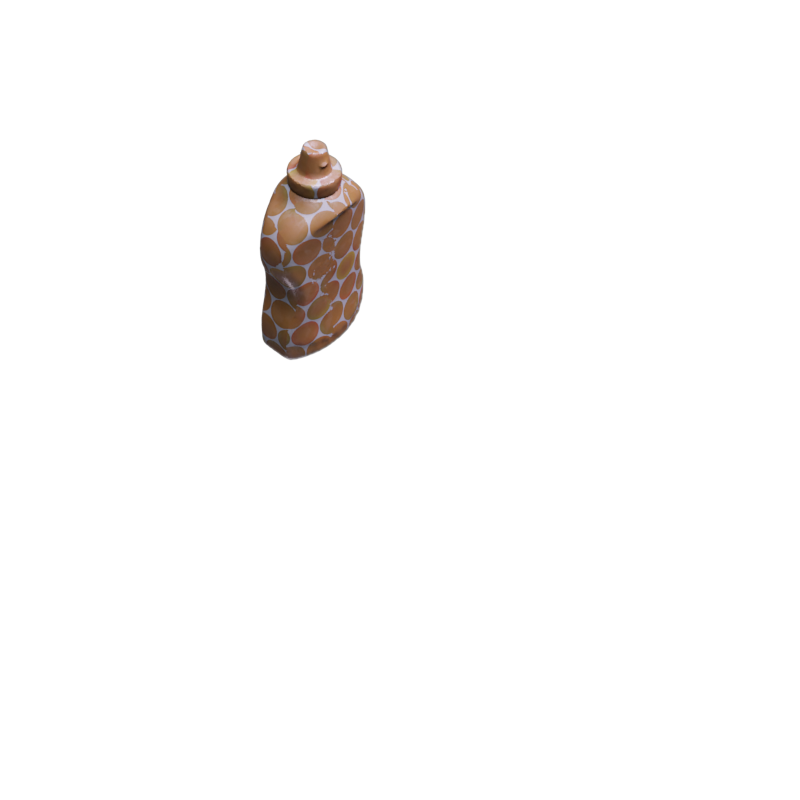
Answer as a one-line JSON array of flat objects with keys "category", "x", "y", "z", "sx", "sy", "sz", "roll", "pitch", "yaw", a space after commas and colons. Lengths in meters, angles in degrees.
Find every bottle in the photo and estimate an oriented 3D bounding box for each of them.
[{"category": "bottle", "x": -0.067, "y": -0.123, "z": 0.864, "sx": 0.062, "sy": 0.179, "sz": 0.097, "roll": 35, "pitch": 55, "yaw": 25}]
